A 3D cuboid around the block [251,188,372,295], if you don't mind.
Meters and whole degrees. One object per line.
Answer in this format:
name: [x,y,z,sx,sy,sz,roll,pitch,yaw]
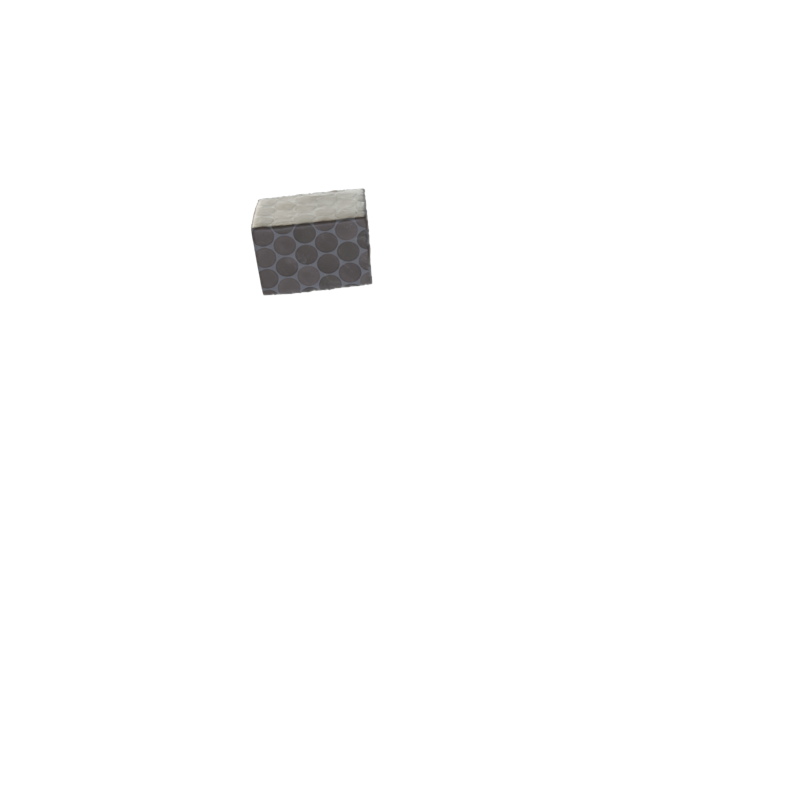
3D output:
block: [-0.060,-0.109,0.762,0.078,0.050,0.054,-5,30,1]
